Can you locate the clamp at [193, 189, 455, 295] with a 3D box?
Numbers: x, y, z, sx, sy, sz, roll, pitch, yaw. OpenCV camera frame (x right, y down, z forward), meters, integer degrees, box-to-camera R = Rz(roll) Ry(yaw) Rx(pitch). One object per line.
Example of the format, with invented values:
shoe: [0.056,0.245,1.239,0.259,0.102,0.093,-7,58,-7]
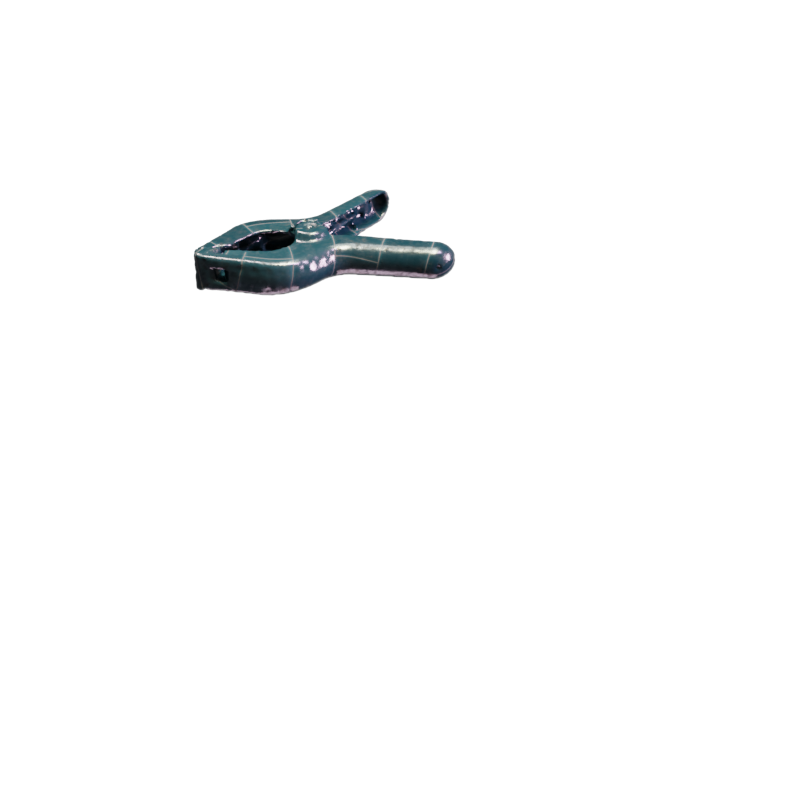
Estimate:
clamp: [-0.060,-0.110,0.770,0.169,0.037,0.128,-6,26,-12]
